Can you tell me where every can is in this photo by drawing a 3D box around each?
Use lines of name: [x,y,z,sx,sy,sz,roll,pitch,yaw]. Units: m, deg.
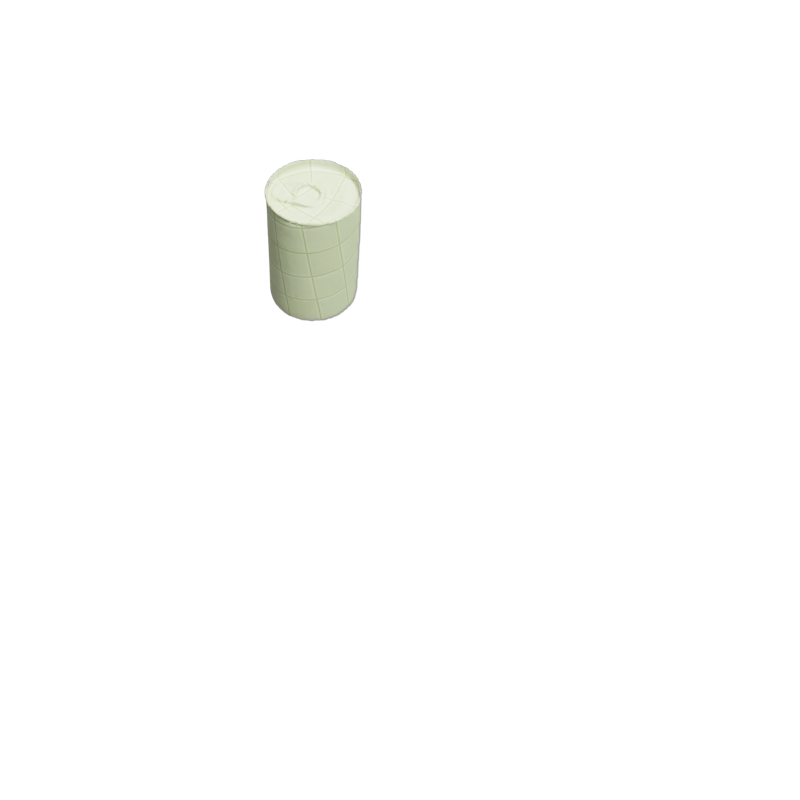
can: [-0.063,-0.115,0.805,0.068,0.074,0.095,0,-41,-3]
